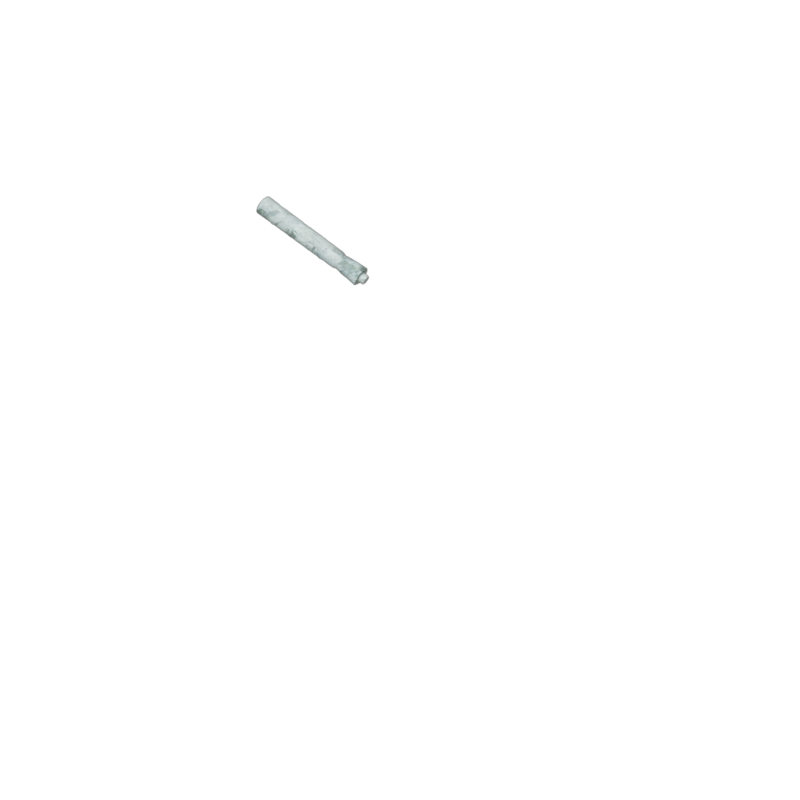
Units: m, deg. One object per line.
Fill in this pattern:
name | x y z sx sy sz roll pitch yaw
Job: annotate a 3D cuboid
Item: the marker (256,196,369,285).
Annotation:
marker | -0.077 -0.141 0.989 0.126 0.019 0.019 38 15 17
